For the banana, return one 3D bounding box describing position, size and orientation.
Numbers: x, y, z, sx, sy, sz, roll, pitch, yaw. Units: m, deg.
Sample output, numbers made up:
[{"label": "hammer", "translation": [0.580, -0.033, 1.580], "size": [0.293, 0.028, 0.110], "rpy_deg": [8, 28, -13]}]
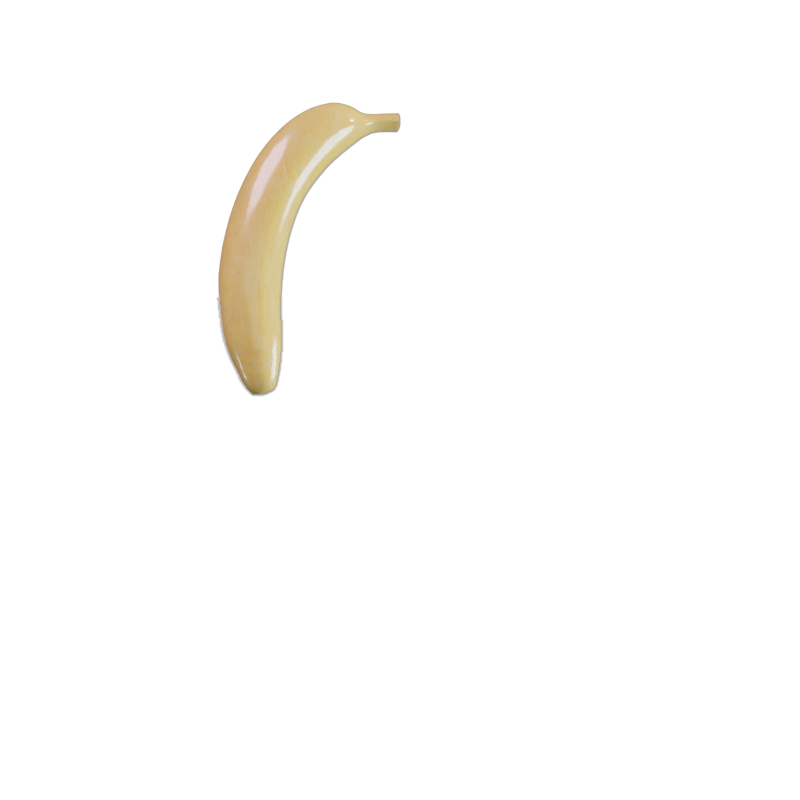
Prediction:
[{"label": "banana", "translation": [-0.066, -0.103, 0.646], "size": [0.071, 0.204, 0.035], "rpy_deg": [22, -19, 6]}]
